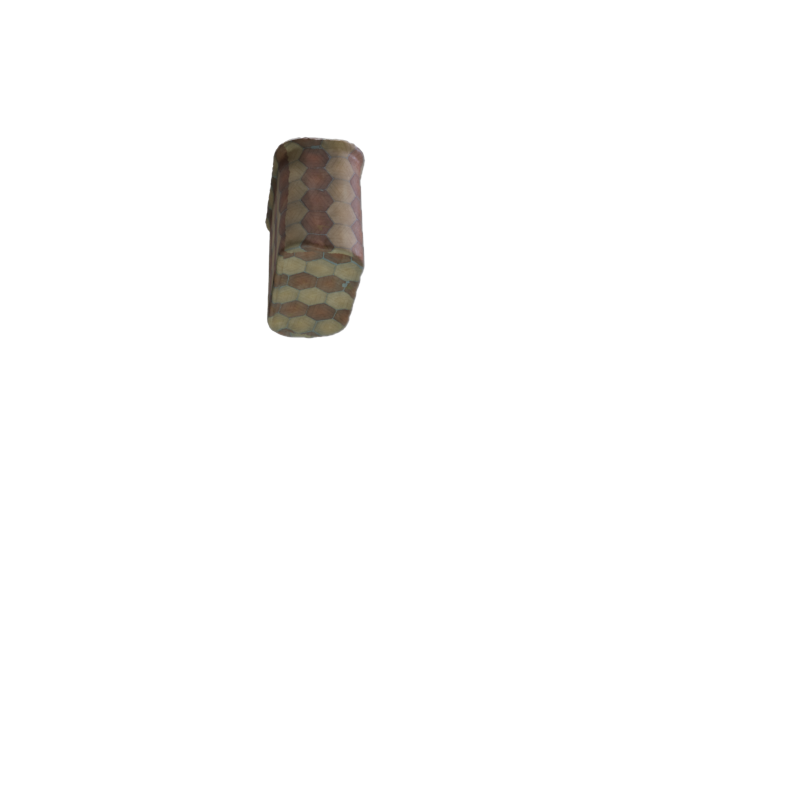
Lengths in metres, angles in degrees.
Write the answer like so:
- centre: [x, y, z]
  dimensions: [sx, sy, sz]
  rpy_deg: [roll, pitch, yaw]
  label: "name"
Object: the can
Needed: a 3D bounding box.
- centre: [-0.054, -0.099, 0.692]
  dimensions: [0.057, 0.090, 0.096]
  rpy_deg: [4, -34, -9]
  label: "can"
